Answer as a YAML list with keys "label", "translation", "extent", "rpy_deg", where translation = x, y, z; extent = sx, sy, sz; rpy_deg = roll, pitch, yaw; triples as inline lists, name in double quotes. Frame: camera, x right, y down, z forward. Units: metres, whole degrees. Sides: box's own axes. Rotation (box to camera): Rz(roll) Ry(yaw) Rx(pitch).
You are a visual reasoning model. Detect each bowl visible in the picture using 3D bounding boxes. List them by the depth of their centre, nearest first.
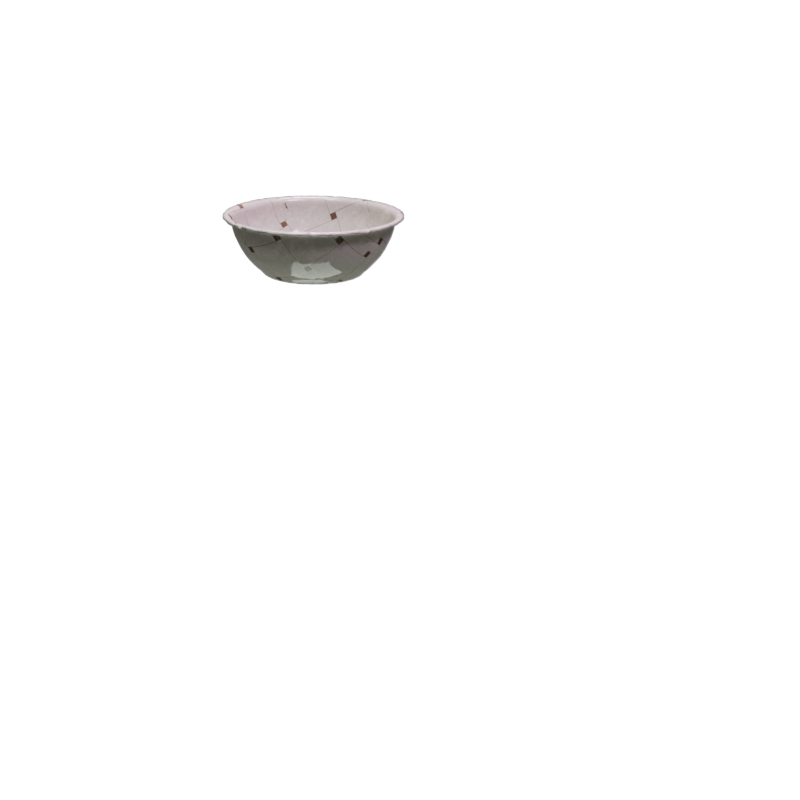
- label: "bowl"
  translation: [-0.078, -0.142, 0.993]
  extent: [0.162, 0.053, 0.169]
  rpy_deg: [-1, 21, -2]
